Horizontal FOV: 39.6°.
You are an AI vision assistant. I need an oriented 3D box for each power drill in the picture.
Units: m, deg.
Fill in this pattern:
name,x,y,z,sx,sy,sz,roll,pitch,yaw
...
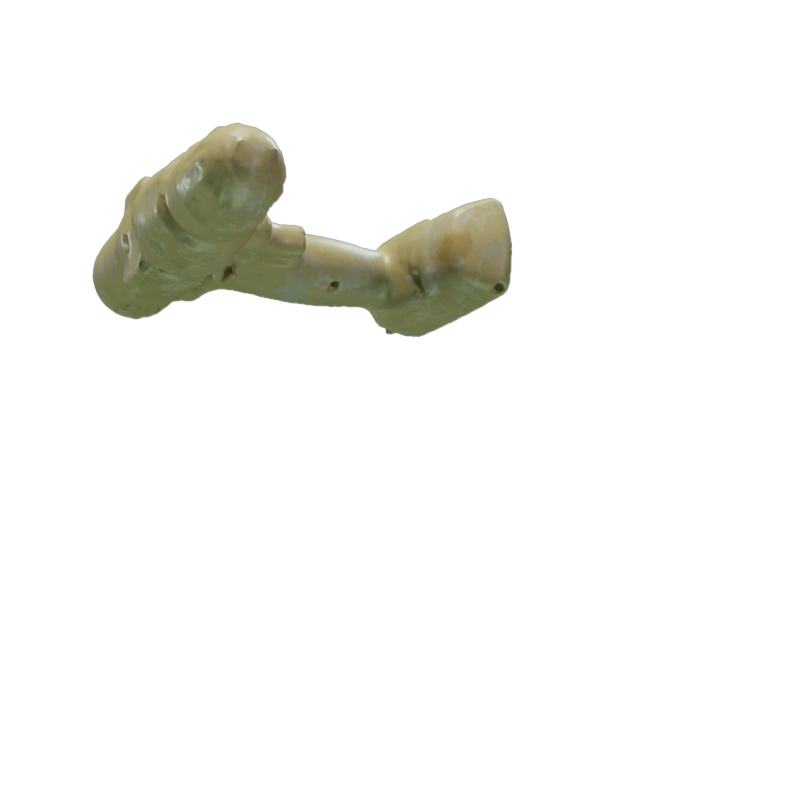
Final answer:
name,x,y,z,sx,sy,sz,roll,pitch,yaw
power drill,-0.043,-0.078,0.544,0.181,0.059,0.185,6,-13,-27
